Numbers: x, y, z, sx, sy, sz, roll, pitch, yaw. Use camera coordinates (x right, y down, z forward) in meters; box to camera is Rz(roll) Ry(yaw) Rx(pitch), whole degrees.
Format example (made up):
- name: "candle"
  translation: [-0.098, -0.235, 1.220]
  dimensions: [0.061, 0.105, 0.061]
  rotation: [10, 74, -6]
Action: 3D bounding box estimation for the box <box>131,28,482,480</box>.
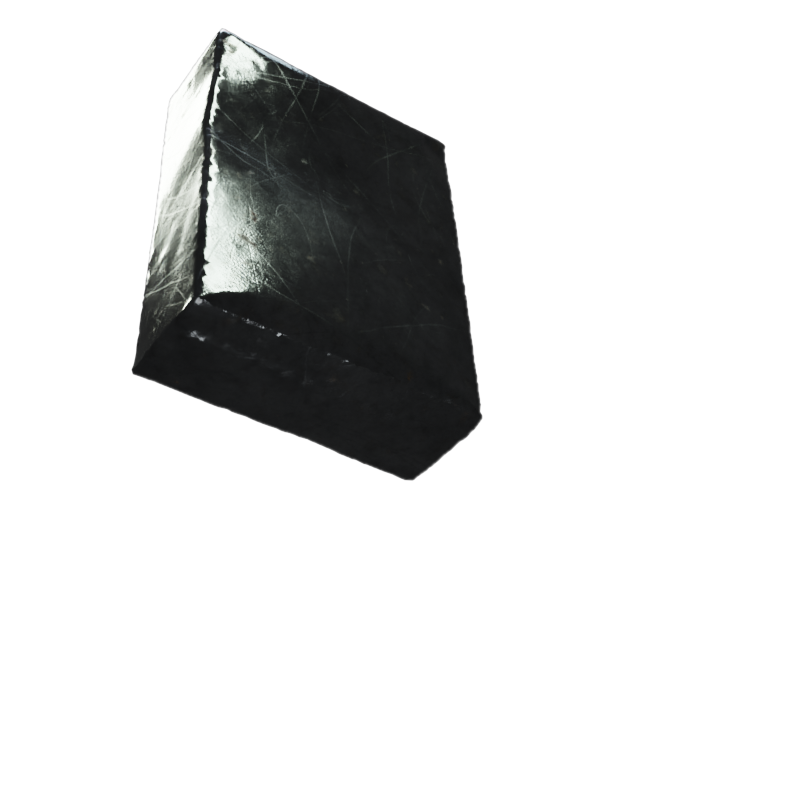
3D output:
- name: "box"
  translation: [-0.046, -0.085, 0.593]
  dimensions: [0.156, 0.230, 0.070]
  rotation: [22, -48, -25]
